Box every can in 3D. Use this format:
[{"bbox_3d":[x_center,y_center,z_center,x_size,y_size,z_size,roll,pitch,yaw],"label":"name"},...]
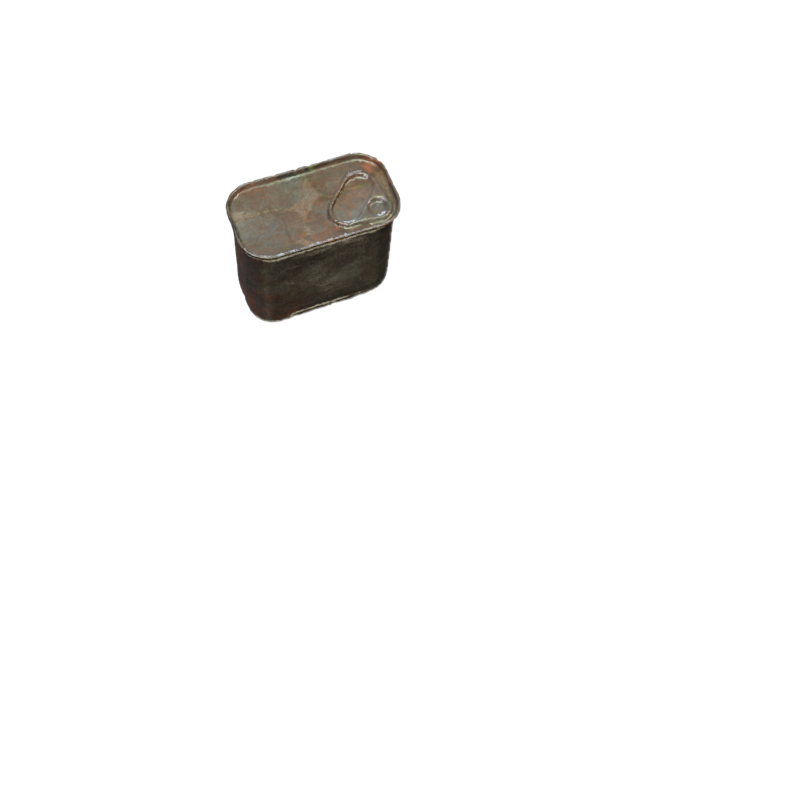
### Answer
[{"bbox_3d":[-0.054,-0.099,0.695,0.101,0.061,0.079,-18,-26,-12],"label":"can"}]
